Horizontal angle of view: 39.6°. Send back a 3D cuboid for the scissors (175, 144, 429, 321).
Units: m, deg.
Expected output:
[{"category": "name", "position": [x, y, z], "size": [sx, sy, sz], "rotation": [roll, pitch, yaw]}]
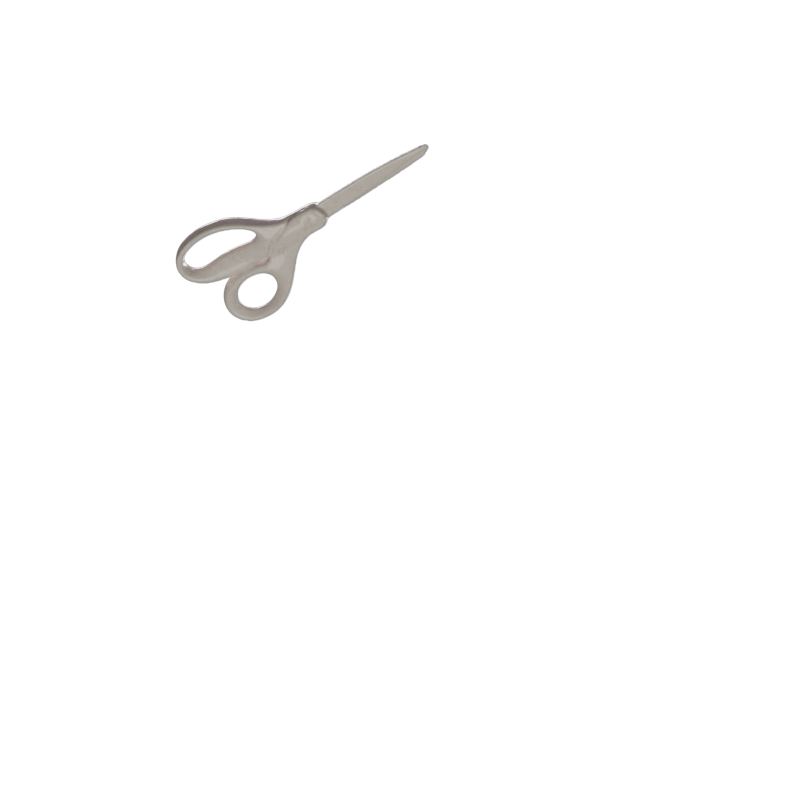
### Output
[{"category": "scissors", "position": [-0.063, -0.114, 0.800], "size": [0.203, 0.089, 0.017], "rotation": [-16, 34, 11]}]
